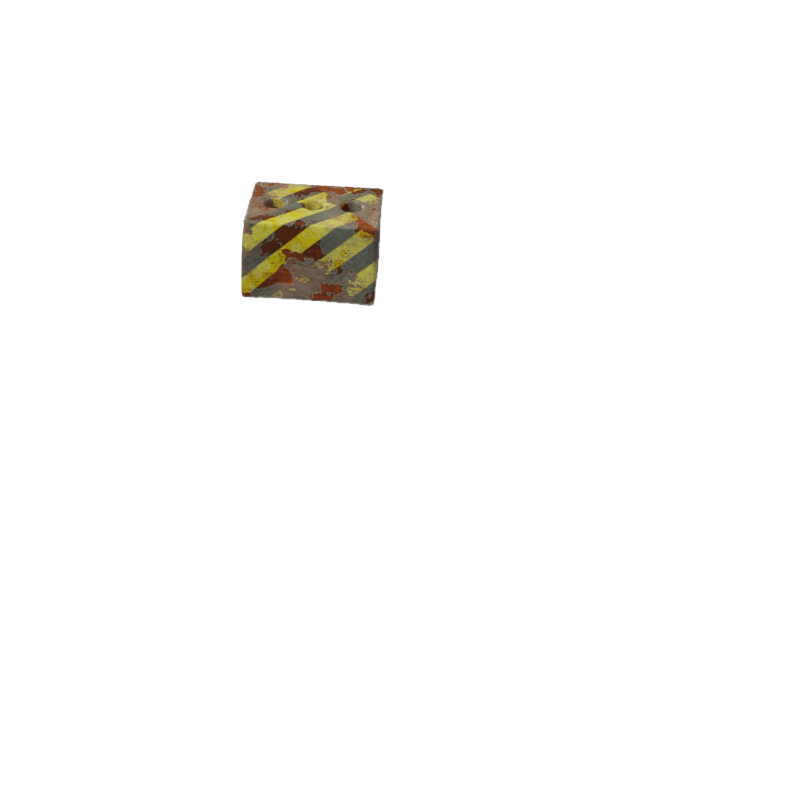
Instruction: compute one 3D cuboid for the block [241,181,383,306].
[{"bbox_3d":[-0.050,-0.092,0.644,0.078,0.048,0.056,3,35,4],"label":"block"}]
